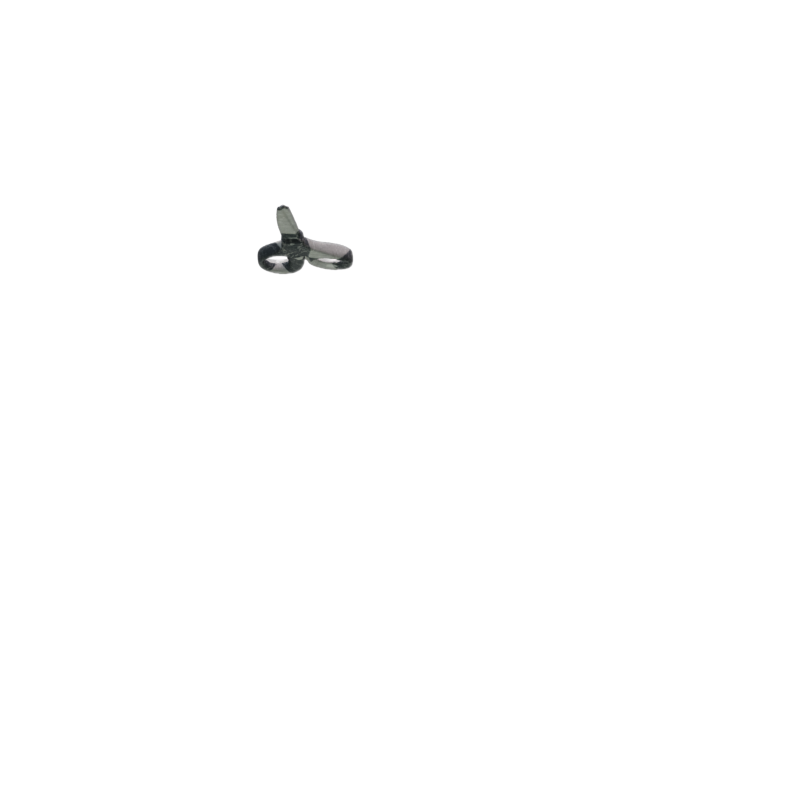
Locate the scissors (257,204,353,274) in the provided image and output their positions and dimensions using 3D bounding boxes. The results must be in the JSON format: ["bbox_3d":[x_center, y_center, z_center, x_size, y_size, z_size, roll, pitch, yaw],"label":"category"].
[{"bbox_3d":[-0.075,-0.136,0.954,0.094,0.016,0.200,2,-7,-15],"label":"scissors"}]
